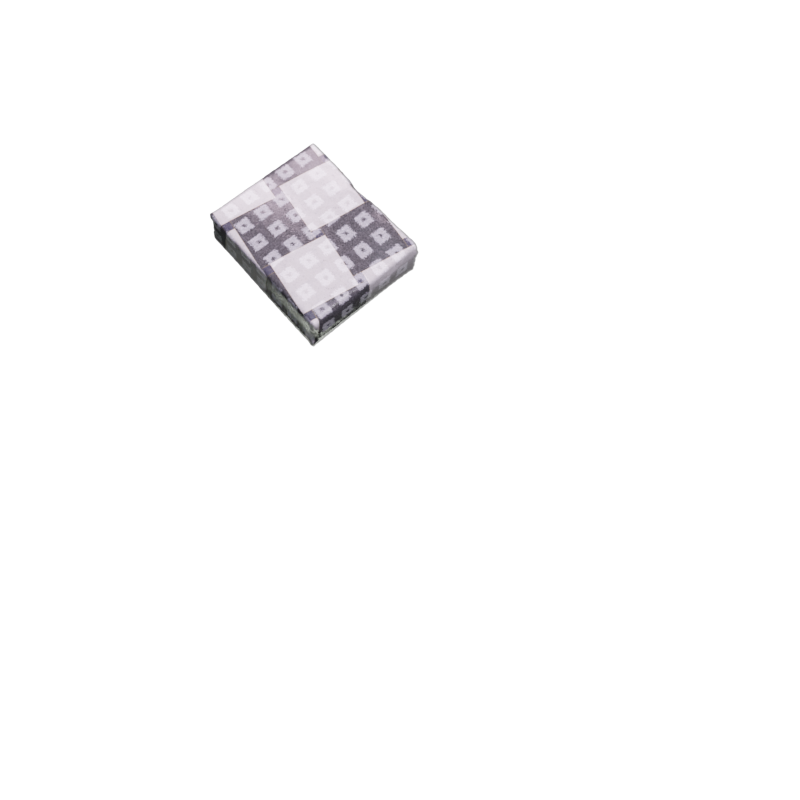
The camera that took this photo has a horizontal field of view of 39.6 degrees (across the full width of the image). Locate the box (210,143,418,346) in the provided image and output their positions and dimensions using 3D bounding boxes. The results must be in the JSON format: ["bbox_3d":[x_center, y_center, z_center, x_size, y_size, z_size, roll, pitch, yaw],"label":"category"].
[{"bbox_3d":[-0.047,-0.085,0.599,0.073,0.094,0.028,-37,-21,-17],"label":"box"}]
